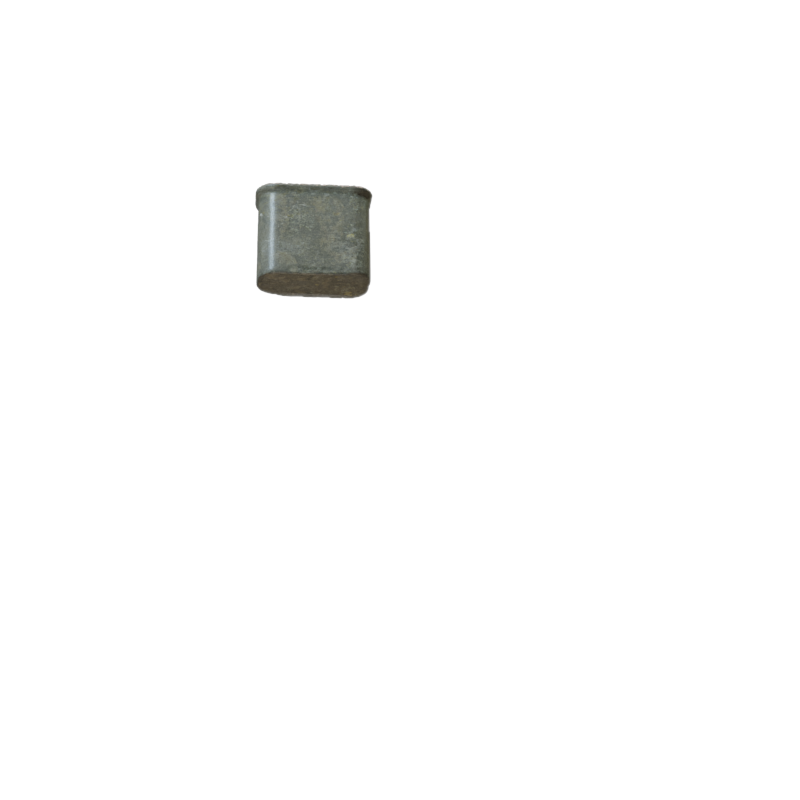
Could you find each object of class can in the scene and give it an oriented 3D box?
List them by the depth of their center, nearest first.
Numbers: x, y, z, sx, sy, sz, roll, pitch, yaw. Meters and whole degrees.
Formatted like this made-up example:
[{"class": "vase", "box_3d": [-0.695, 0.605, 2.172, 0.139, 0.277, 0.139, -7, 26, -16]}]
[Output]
[{"class": "can", "box_3d": [-0.075, -0.137, 0.957, 0.101, 0.088, 0.055, 1, -23, -5]}]
